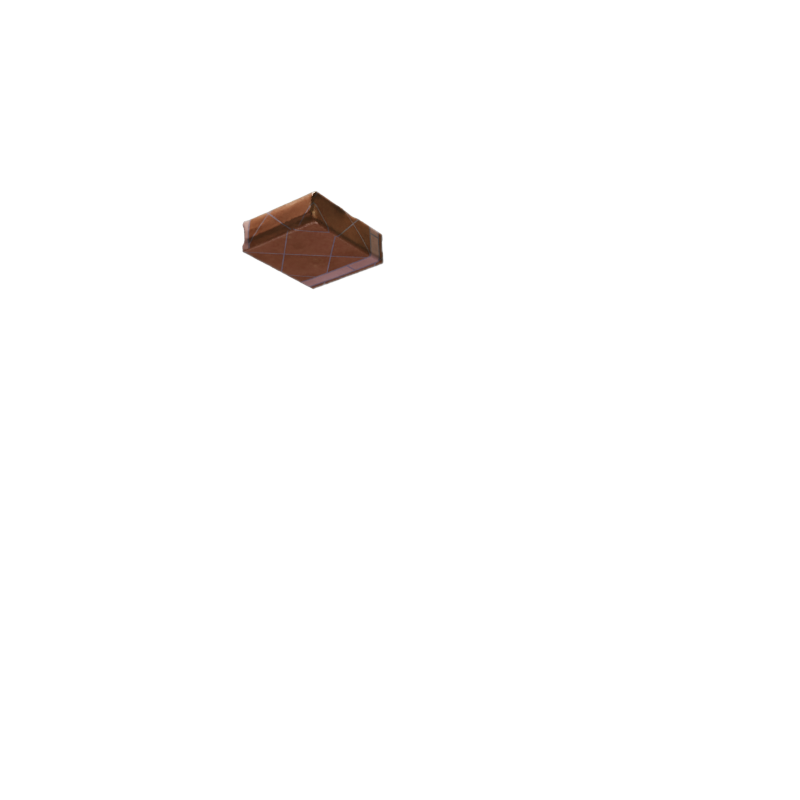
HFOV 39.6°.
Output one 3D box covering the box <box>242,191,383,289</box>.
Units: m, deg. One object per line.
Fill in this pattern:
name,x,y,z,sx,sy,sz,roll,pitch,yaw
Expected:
box,-0.068,-0.124,0.865,0.074,0.032,0.083,-18,-29,34
